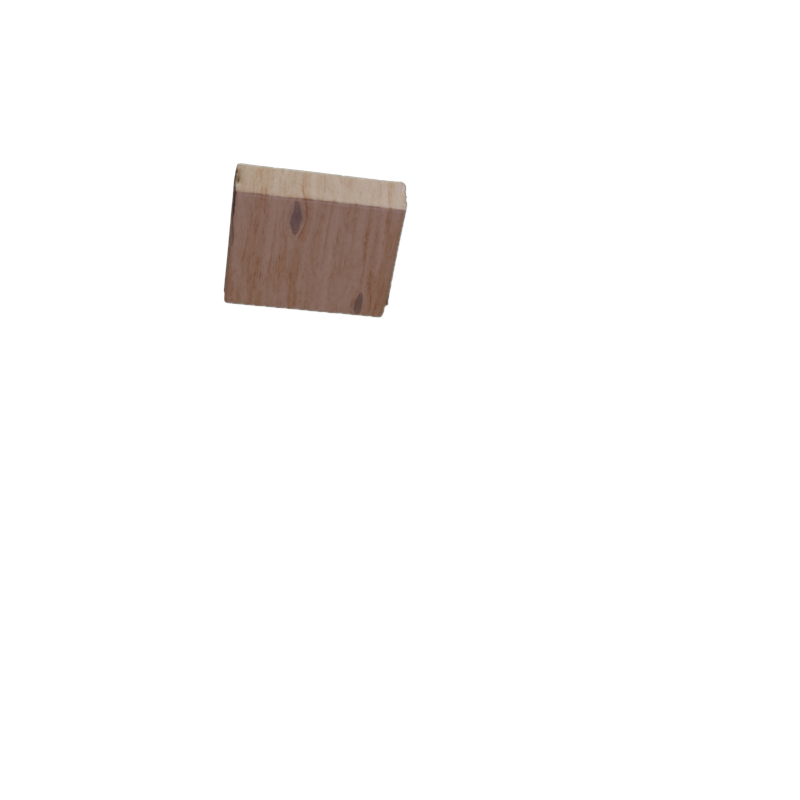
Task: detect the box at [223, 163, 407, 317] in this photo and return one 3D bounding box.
[{"bbox_3d":[-0.045,-0.083,0.583,0.089,0.069,0.032,6,39,-5],"label":"box"}]
